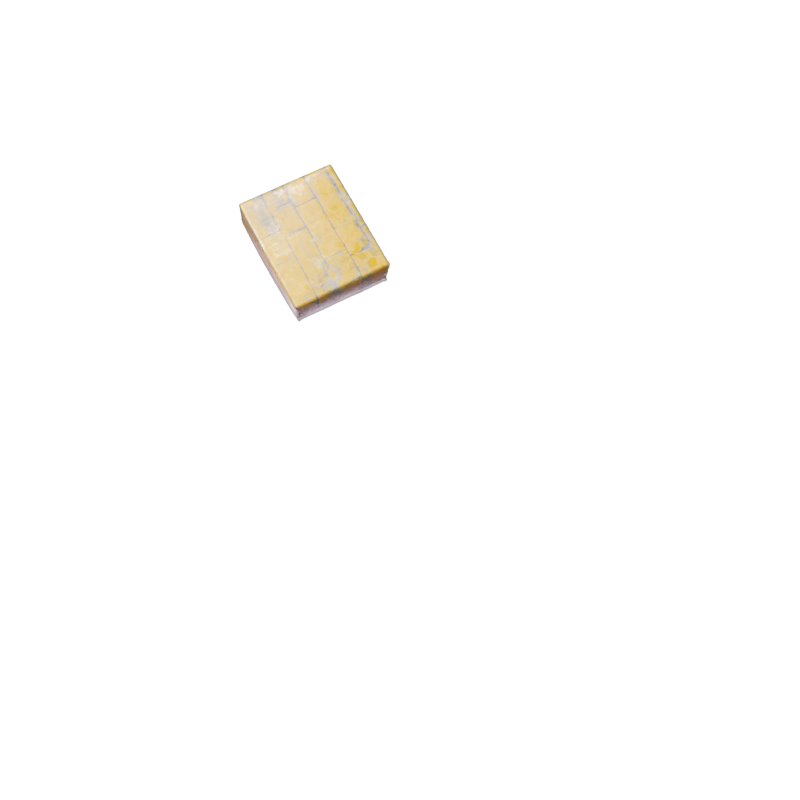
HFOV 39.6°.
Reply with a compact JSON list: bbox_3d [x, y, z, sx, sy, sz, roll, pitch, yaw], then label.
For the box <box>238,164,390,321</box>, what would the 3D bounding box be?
[{"bbox_3d":[-0.074,-0.136,0.950,0.090,0.120,0.037,-26,-20,-11],"label":"box"}]
